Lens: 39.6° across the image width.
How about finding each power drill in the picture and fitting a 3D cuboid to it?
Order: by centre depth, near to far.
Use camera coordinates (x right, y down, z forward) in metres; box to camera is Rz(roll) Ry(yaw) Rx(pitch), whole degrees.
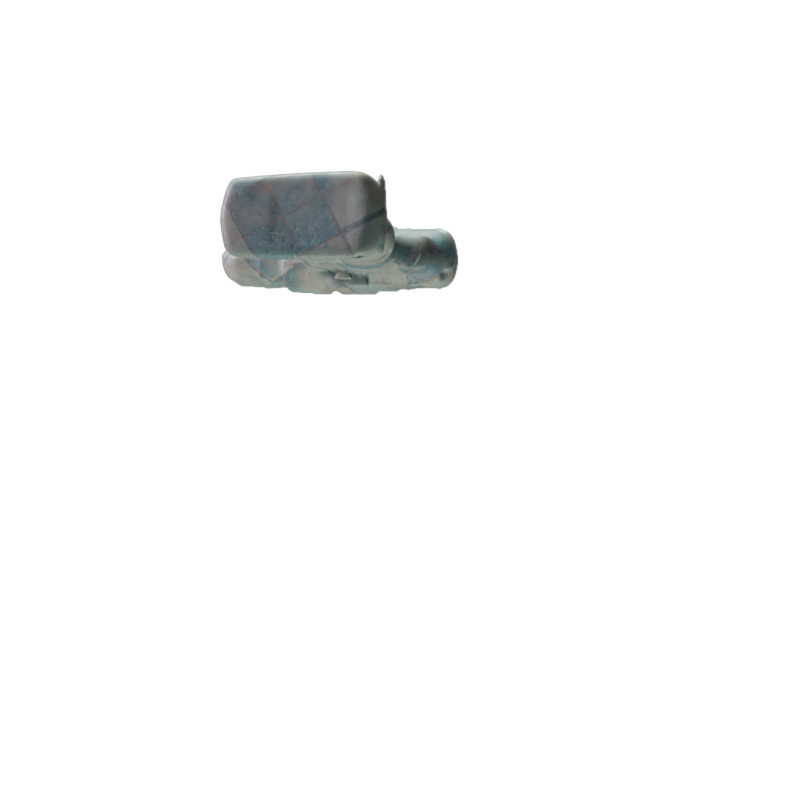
[{"bbox_3d":[-0.062,-0.112,0.786,0.188,0.058,0.181,-1,-3,13],"label":"power drill"}]
